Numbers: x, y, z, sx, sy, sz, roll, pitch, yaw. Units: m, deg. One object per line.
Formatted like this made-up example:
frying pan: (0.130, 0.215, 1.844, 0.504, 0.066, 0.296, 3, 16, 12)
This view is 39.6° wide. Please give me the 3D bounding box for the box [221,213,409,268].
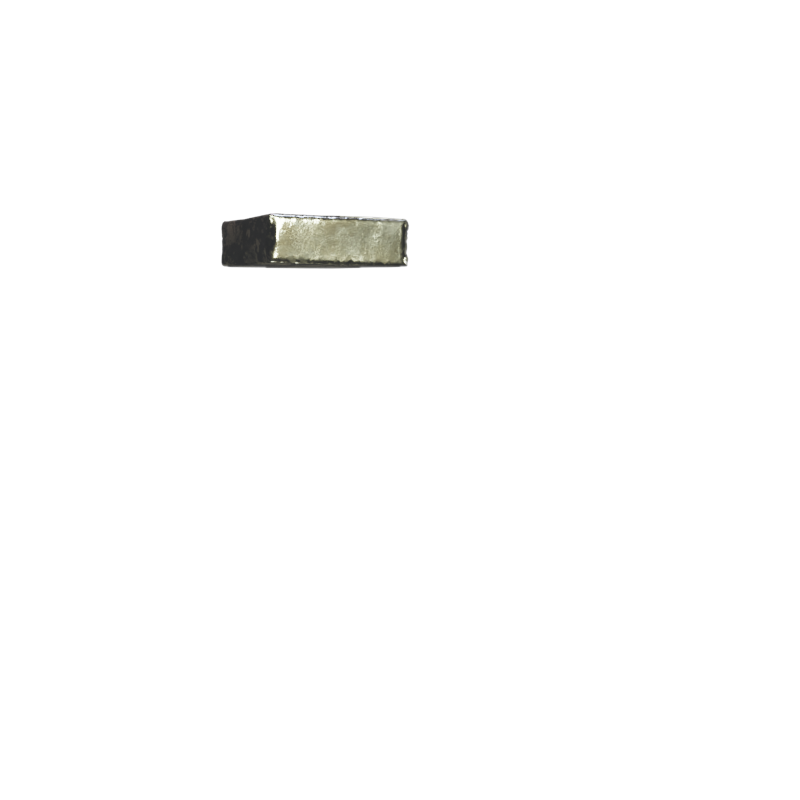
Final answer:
box: (-0.051, -0.092, 0.647, 0.086, 0.030, 0.076, -2, 5, -28)
